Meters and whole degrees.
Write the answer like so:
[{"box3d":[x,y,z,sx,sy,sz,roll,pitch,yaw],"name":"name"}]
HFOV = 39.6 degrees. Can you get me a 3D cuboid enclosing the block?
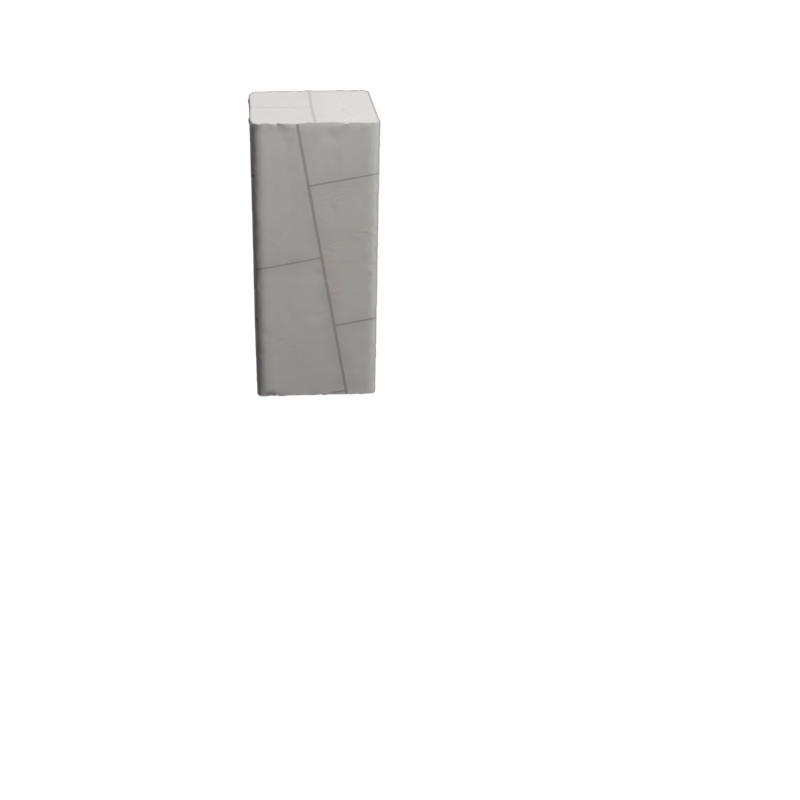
[{"box3d":[-0.064,-0.116,0.814,0.090,0.196,0.096,-1,24,-6],"name":"block"}]
